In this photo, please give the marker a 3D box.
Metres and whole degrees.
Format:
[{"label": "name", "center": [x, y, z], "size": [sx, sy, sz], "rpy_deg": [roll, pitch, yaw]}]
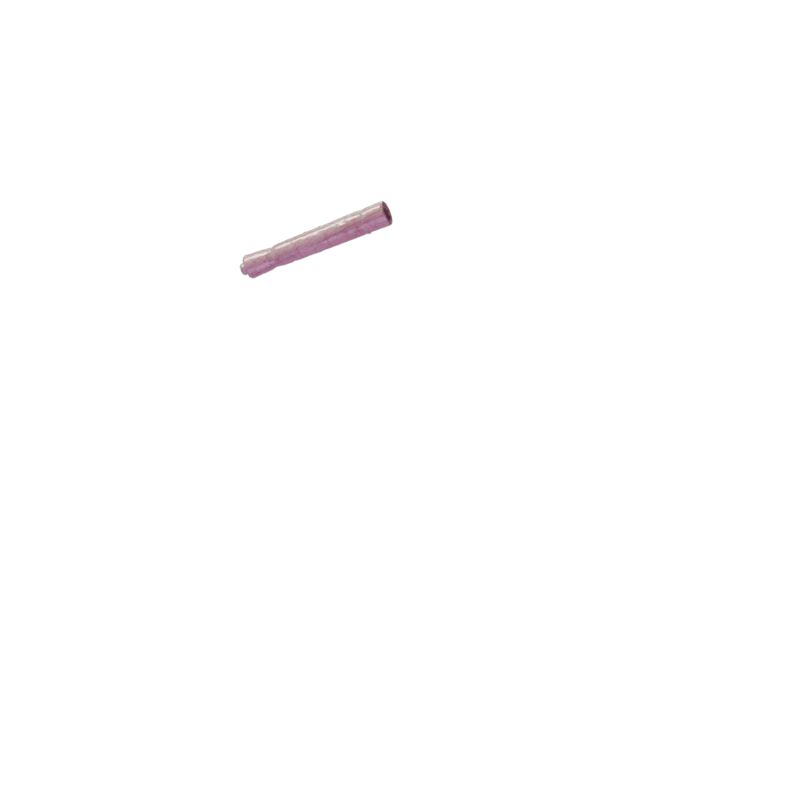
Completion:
[{"label": "marker", "center": [-0.064, -0.116, 0.815], "size": [0.122, 0.020, 0.019], "rpy_deg": [-19, -2, 19]}]
